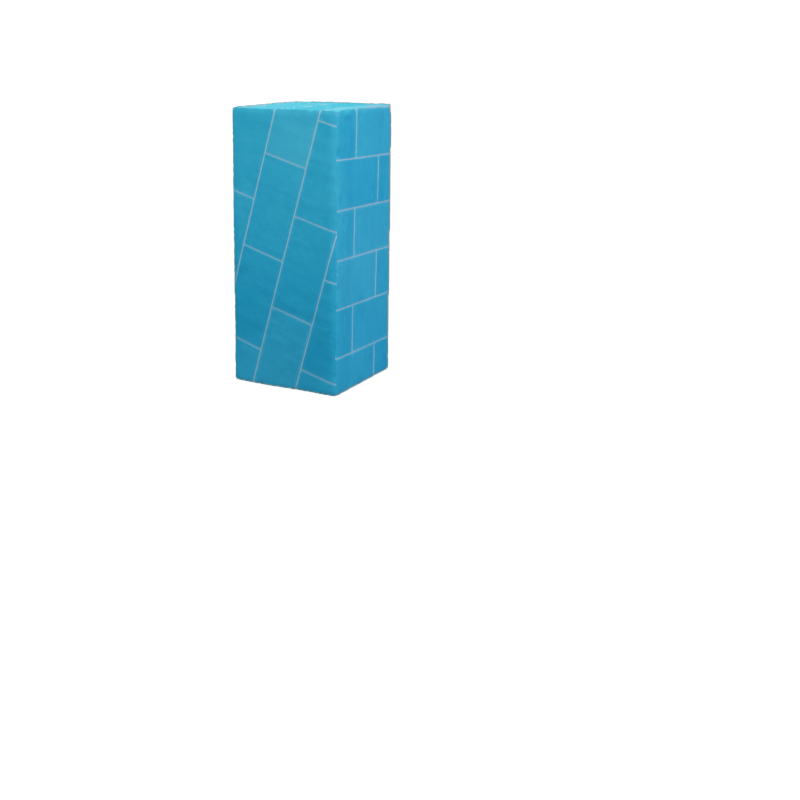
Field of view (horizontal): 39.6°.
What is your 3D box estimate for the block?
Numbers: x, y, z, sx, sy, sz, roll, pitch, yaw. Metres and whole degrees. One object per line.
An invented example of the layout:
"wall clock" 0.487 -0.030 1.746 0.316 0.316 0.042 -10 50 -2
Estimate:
"block" -0.065 -0.119 0.837 0.094 0.201 0.089 7 13 28
